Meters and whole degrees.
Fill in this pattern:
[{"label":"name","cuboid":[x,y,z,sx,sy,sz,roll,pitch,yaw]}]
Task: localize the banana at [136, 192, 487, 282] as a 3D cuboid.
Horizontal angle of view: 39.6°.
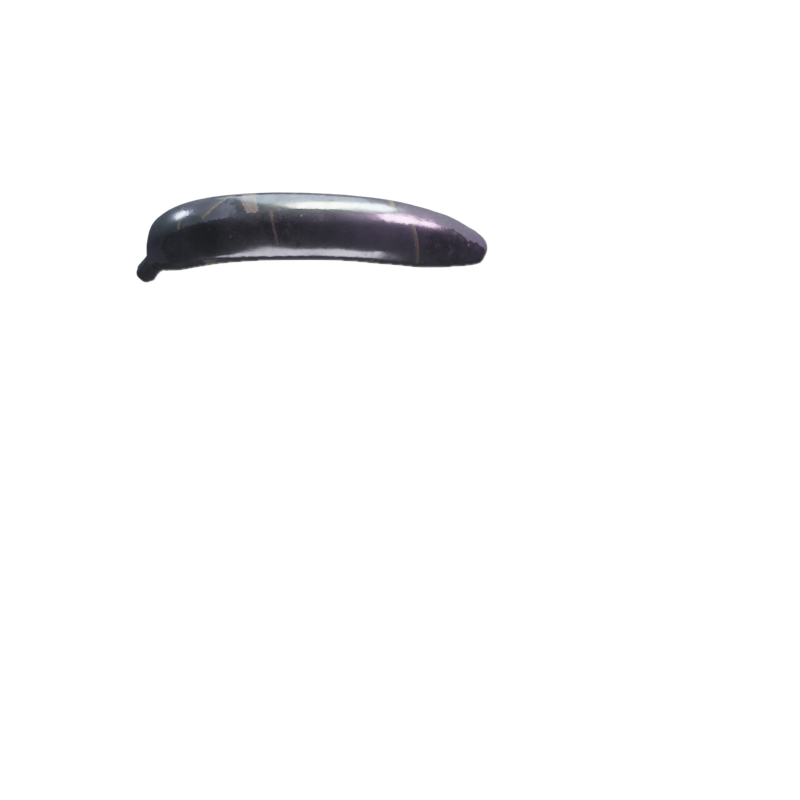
[{"label":"banana","cuboid":[-0.053,-0.089,0.595,0.199,0.038,0.067,-1,-7,6]}]
